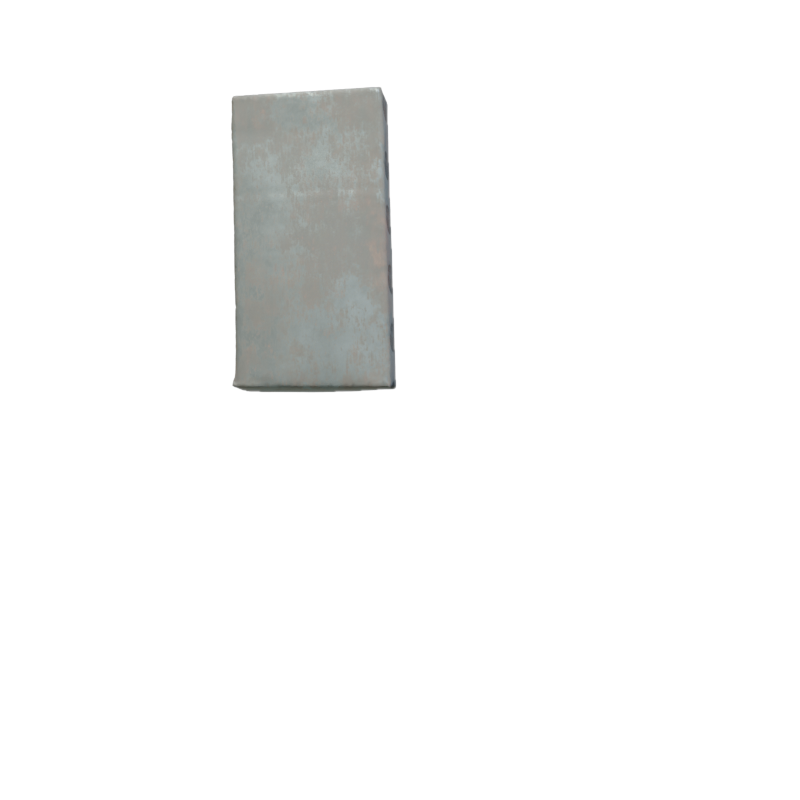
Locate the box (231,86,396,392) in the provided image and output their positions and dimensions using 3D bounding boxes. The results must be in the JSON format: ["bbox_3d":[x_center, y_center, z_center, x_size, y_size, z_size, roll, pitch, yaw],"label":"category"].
[{"bbox_3d":[-0.051,-0.094,0.660,0.094,0.181,0.046,-2,-10,8],"label":"box"}]
